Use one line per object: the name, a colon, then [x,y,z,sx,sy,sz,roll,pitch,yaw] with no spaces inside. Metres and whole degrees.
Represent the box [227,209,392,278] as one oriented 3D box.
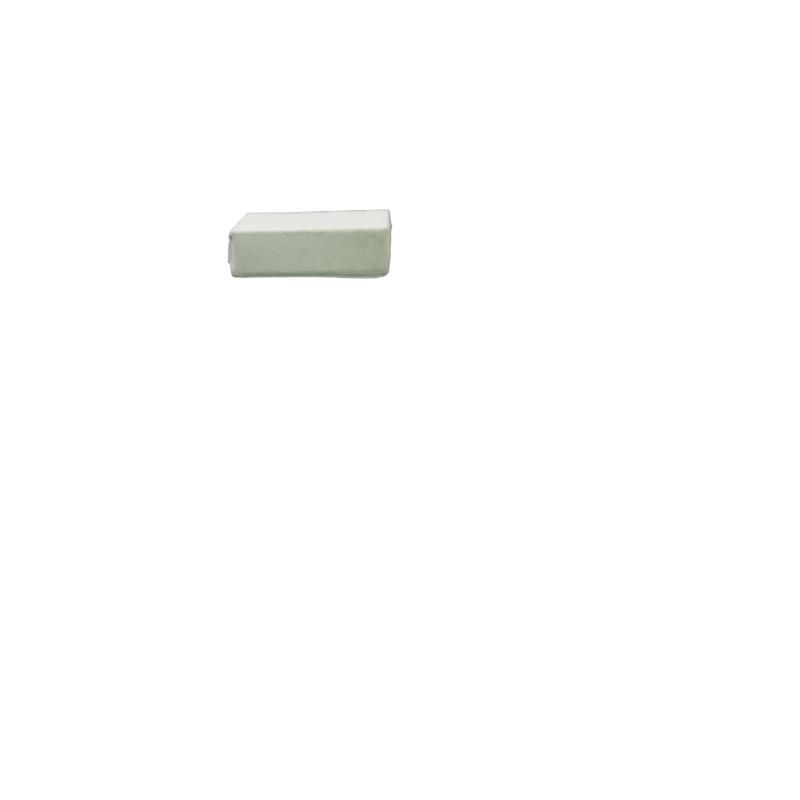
box: [-0.063,-0.115,0.803,0.114,0.038,0.092,1,17,2]
